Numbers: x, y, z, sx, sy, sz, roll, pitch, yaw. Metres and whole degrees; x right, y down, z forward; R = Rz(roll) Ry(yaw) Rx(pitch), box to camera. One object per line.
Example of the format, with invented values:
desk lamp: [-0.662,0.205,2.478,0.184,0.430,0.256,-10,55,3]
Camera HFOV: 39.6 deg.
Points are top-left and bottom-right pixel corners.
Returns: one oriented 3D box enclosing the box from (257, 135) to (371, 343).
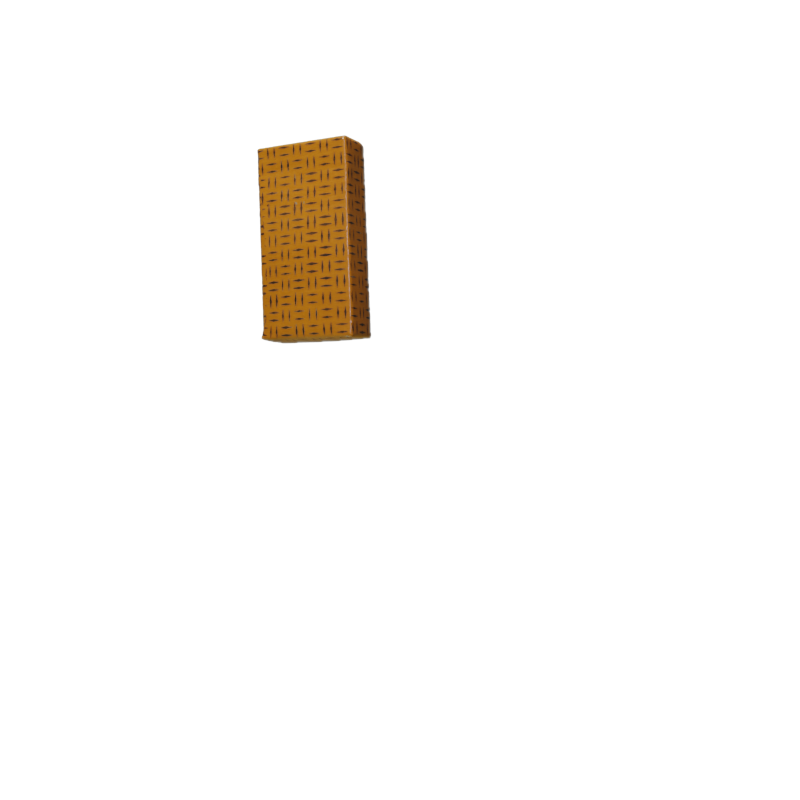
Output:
box: [-0.077,-0.141,0.988,0.096,0.180,0.046,-5,-10,27]
